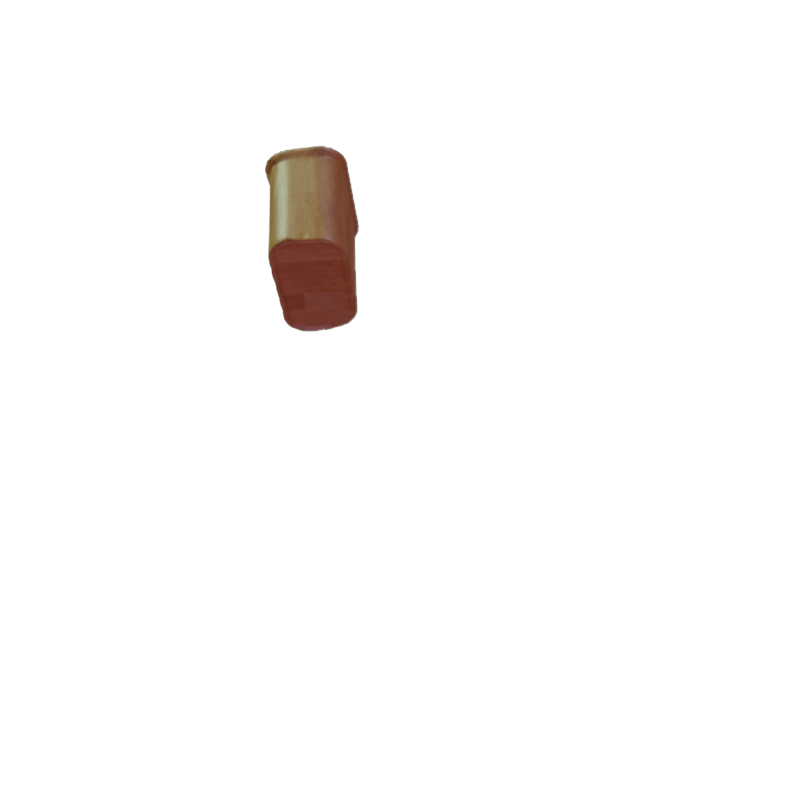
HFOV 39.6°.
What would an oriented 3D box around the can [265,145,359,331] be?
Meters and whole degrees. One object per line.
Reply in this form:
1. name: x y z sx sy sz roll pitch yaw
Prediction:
1. can: -0.060 -0.109 0.765 0.058 0.090 0.094 -6 -38 4
